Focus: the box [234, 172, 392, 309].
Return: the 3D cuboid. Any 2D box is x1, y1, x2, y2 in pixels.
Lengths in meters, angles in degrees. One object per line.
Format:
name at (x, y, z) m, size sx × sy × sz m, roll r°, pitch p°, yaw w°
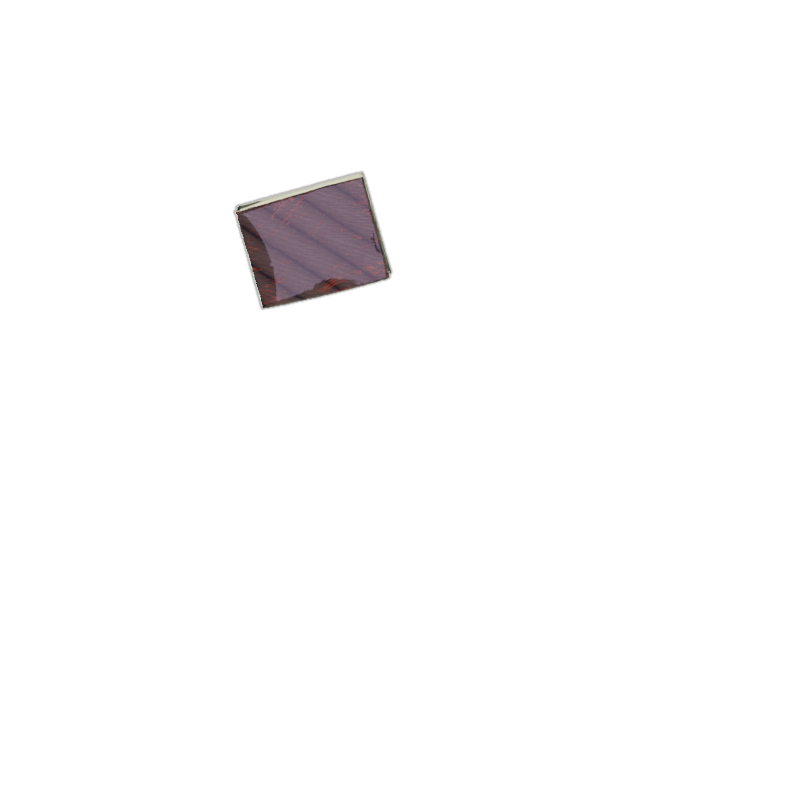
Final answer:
box at (-0.072, -0.132, 0.926) m, size 0.113 × 0.088 × 0.040 m, roll -15°, pitch 9°, yaw 2°
